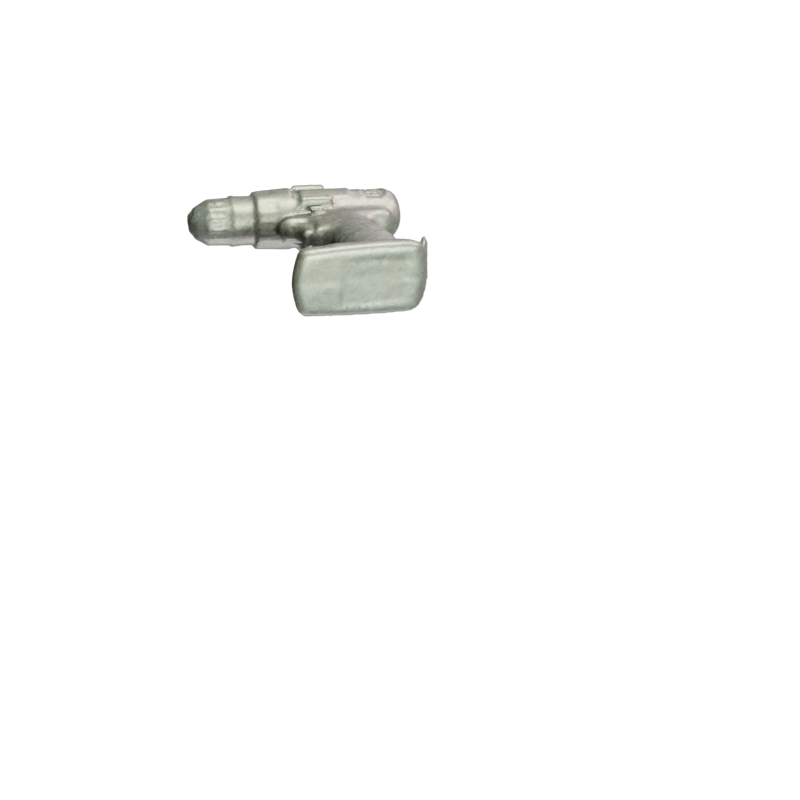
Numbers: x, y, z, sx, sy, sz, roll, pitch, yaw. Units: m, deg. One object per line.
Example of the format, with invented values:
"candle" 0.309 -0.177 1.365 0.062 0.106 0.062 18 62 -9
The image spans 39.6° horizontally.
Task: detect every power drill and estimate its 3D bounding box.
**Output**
"power drill" -0.070 -0.127 0.892 0.182 0.054 0.200 -7 28 -14
